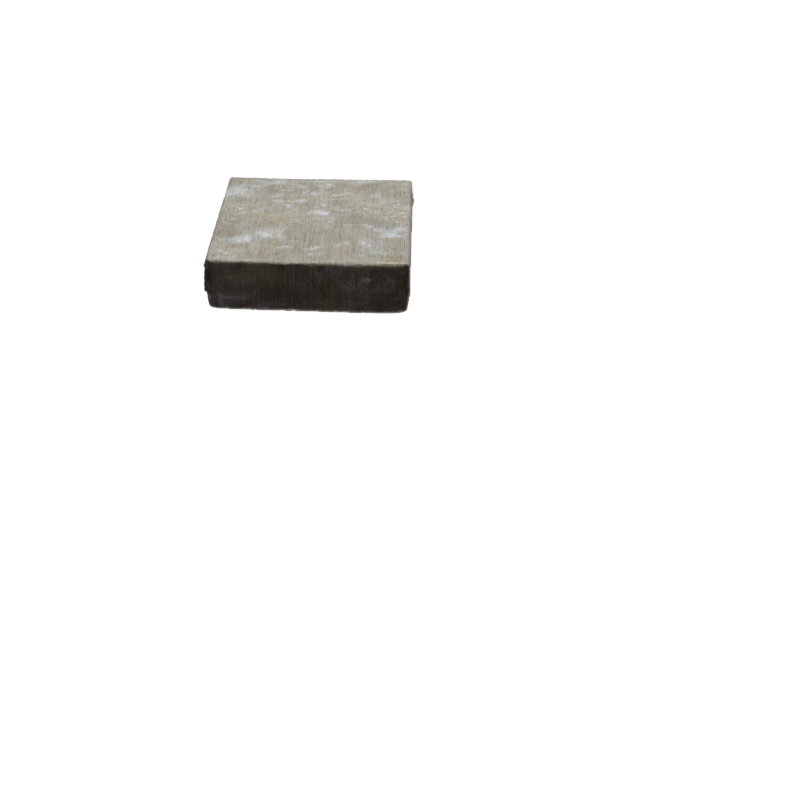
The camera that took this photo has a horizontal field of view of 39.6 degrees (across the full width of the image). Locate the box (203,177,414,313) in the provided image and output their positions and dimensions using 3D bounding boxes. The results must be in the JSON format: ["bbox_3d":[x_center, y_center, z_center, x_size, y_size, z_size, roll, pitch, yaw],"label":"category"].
[{"bbox_3d":[-0.050,-0.090,0.634,0.114,0.036,0.096,3,39,3],"label":"box"}]
